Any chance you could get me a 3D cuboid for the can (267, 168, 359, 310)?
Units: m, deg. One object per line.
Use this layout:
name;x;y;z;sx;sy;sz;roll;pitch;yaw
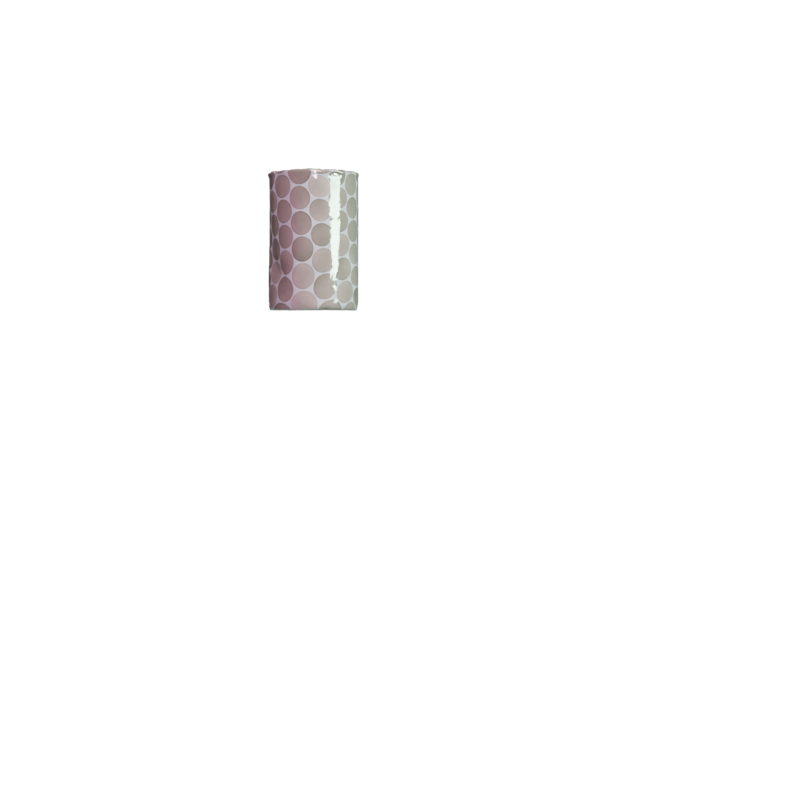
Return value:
can;-0.064;-0.118;0.823;0.068;0.103;0.068;0;-1;-2
